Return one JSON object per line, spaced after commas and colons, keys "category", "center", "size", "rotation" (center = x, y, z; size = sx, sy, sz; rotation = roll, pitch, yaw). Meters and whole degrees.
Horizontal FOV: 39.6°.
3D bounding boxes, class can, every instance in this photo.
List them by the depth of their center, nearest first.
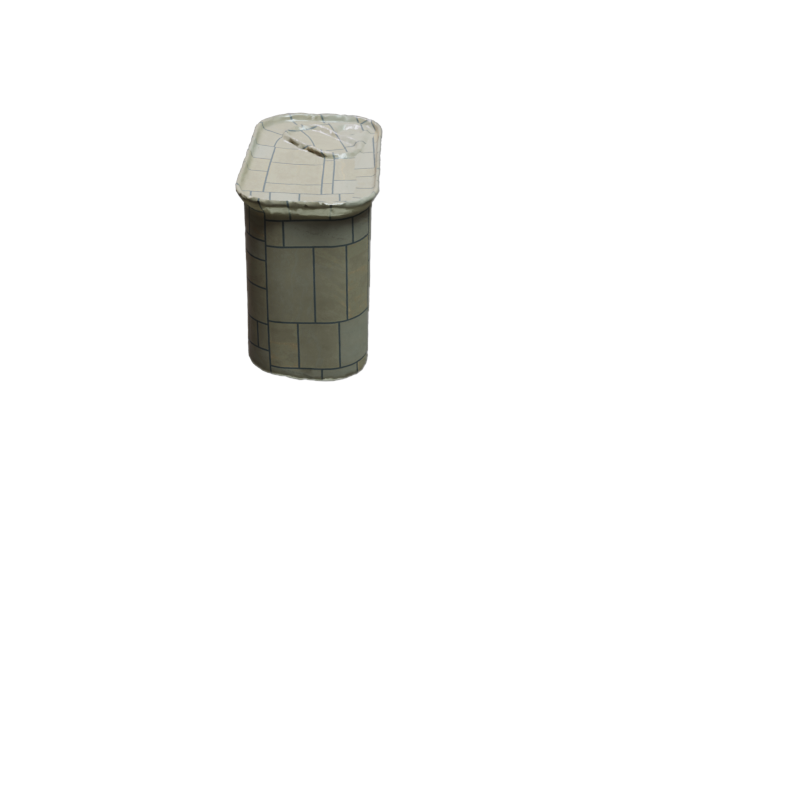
{"category": "can", "center": [-0.038, -0.069, 0.485], "size": [0.058, 0.079, 0.108], "rotation": [2, 31, 0]}
